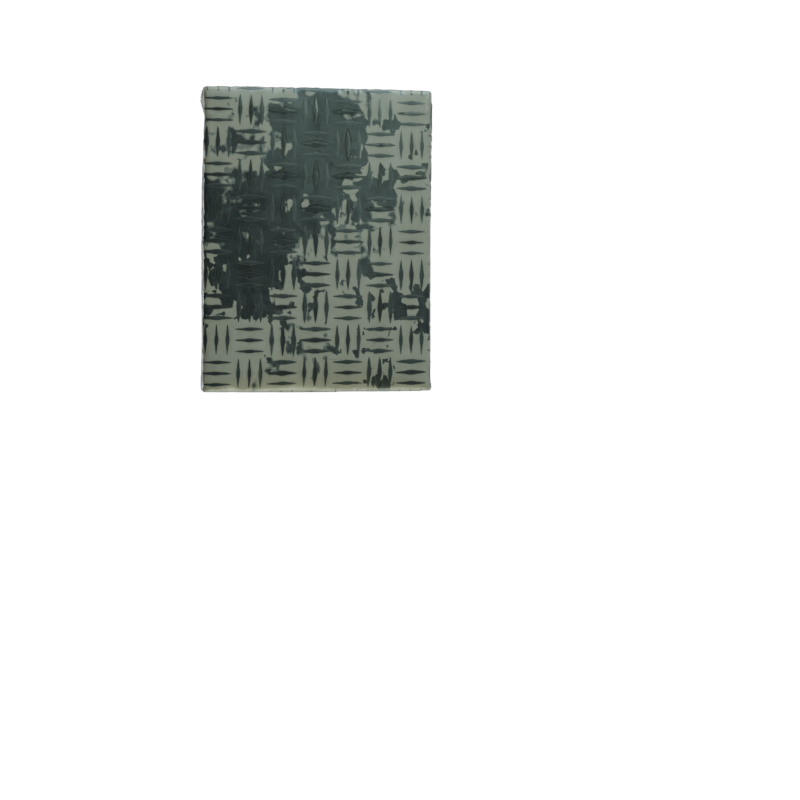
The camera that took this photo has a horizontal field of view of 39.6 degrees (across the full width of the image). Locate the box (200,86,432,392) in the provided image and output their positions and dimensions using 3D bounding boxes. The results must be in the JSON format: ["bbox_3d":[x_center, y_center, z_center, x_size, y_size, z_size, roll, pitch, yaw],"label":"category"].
[{"bbox_3d":[-0.063,-0.115,0.803,0.162,0.215,0.072,0,-1,-9],"label":"box"}]
